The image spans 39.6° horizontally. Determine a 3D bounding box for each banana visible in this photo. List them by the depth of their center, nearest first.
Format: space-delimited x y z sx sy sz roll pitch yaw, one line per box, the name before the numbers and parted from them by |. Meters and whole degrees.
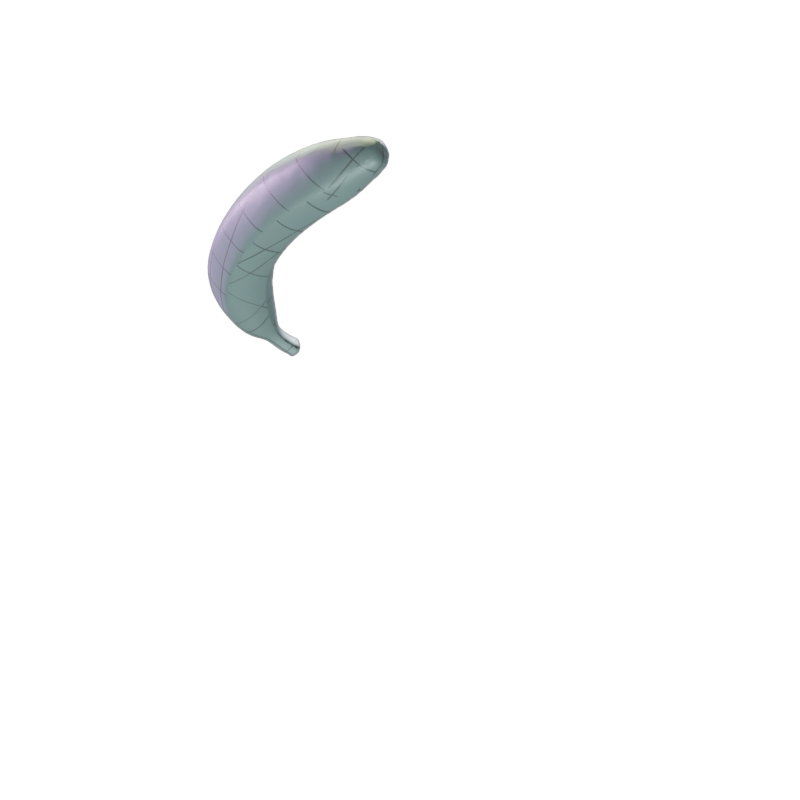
banana | -0.066 -0.087 0.607 0.068 0.039 0.190 8 -30 -16
